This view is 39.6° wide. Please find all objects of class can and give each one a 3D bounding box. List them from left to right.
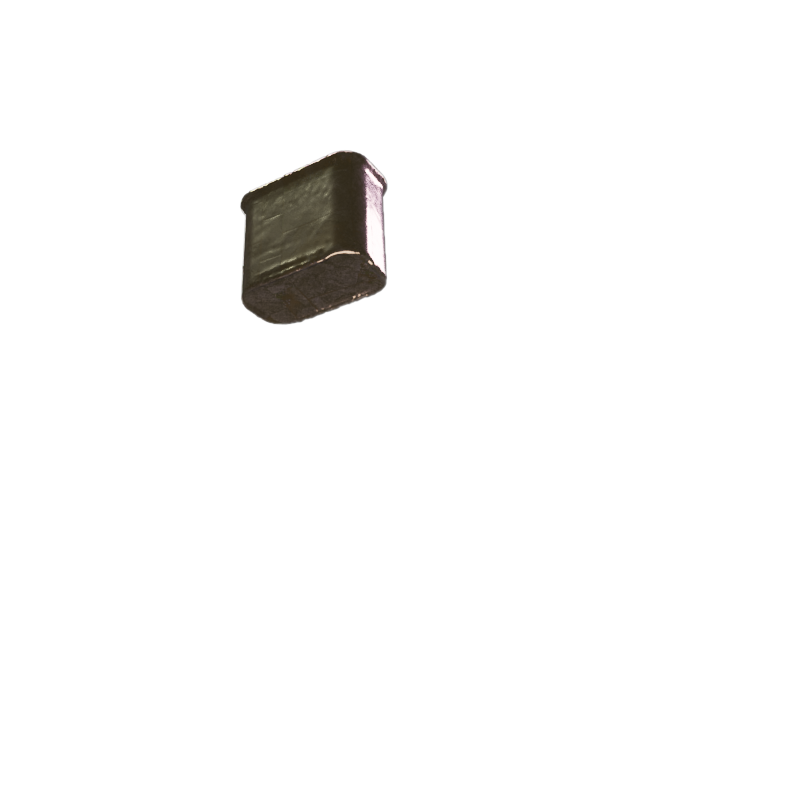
[{"bbox_3d":[-0.058,-0.106,0.740,0.103,0.090,0.053,-20,-39,25],"label":"can"}]
